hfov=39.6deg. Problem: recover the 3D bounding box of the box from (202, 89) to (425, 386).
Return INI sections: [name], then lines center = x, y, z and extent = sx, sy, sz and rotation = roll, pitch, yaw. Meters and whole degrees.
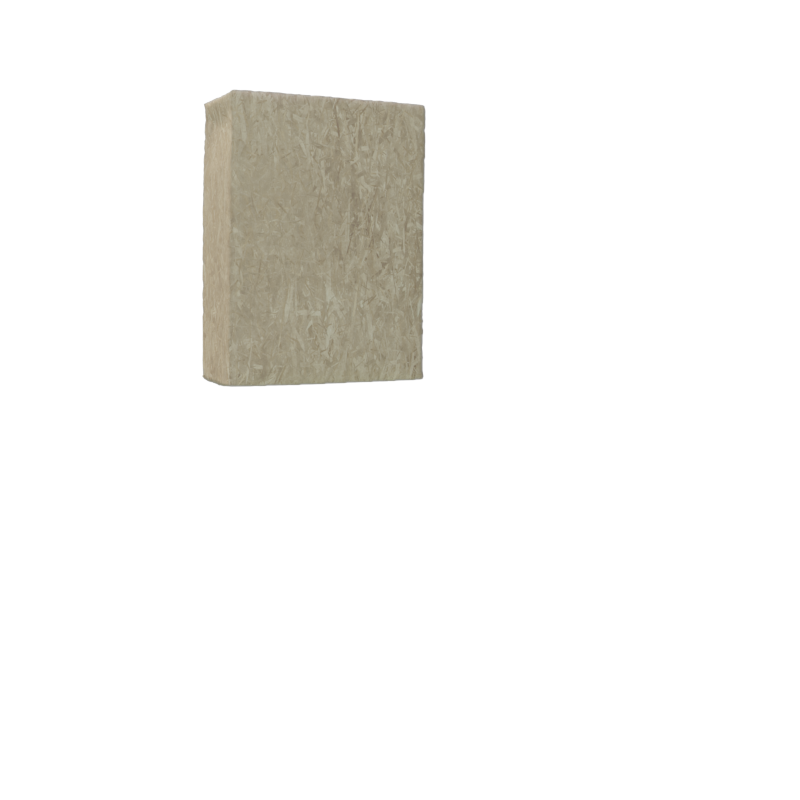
[box]
center = -0.066, -0.121, 0.847
extent = 0.159, 0.215, 0.074
rotation = 0, -1, -28
